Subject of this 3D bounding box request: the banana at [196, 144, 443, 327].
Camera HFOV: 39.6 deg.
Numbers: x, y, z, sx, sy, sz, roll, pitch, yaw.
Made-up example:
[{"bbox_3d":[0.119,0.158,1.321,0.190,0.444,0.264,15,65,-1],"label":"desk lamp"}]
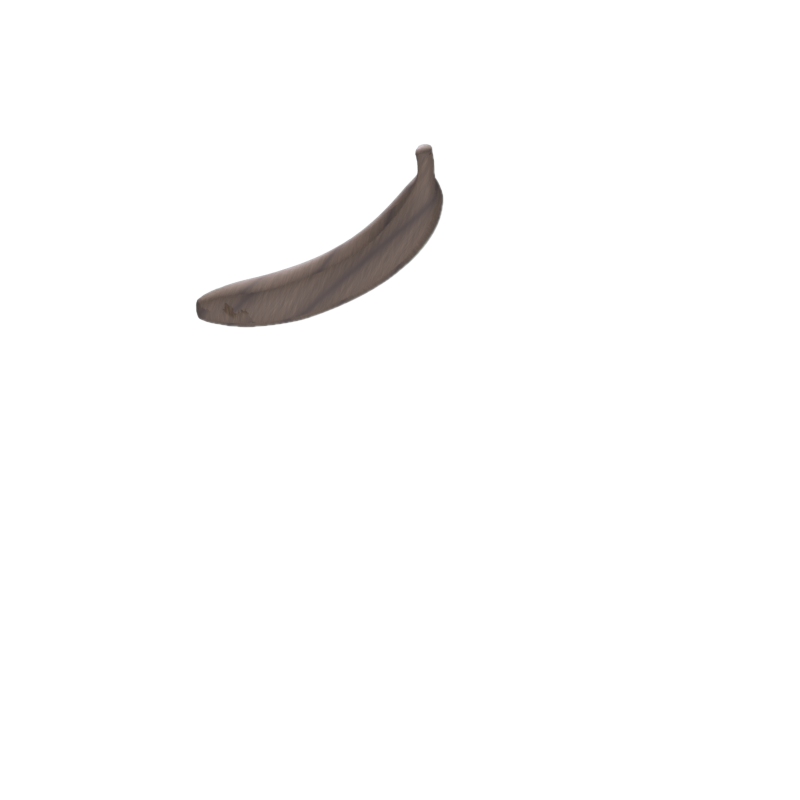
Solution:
[{"bbox_3d":[-0.043,-0.095,0.737,0.197,0.066,0.039,-33,26,17],"label":"banana"}]
